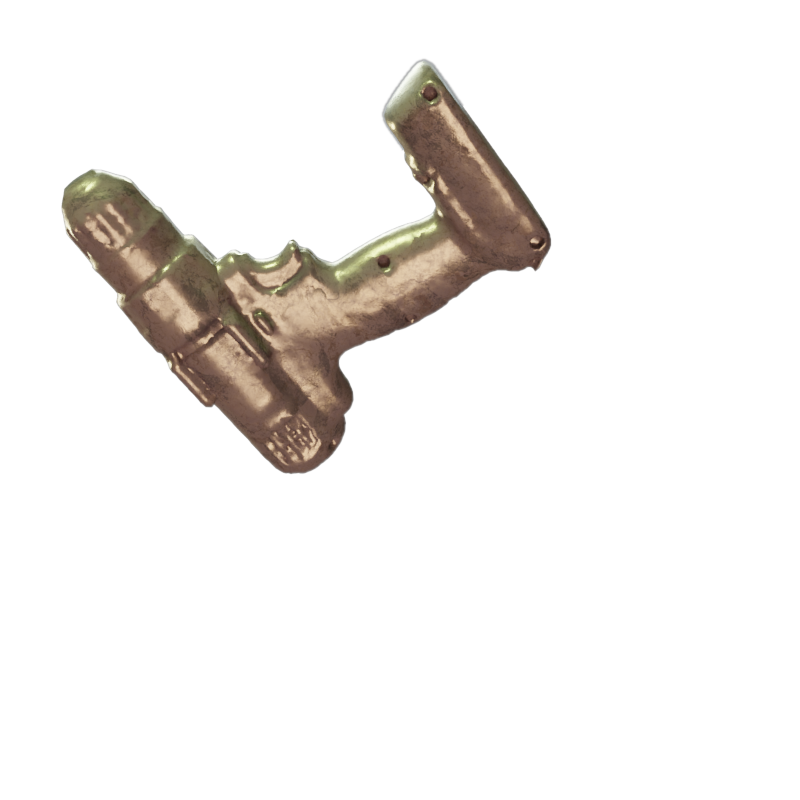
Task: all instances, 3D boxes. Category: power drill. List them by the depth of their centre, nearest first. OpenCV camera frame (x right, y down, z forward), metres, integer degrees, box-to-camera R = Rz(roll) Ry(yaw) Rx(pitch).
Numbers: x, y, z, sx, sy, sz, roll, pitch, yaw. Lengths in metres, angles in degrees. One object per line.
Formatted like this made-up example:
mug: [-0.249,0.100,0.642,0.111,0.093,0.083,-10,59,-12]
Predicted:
power drill: [-0.041,-0.075,0.523,0.187,0.176,0.060,-35,20,14]
